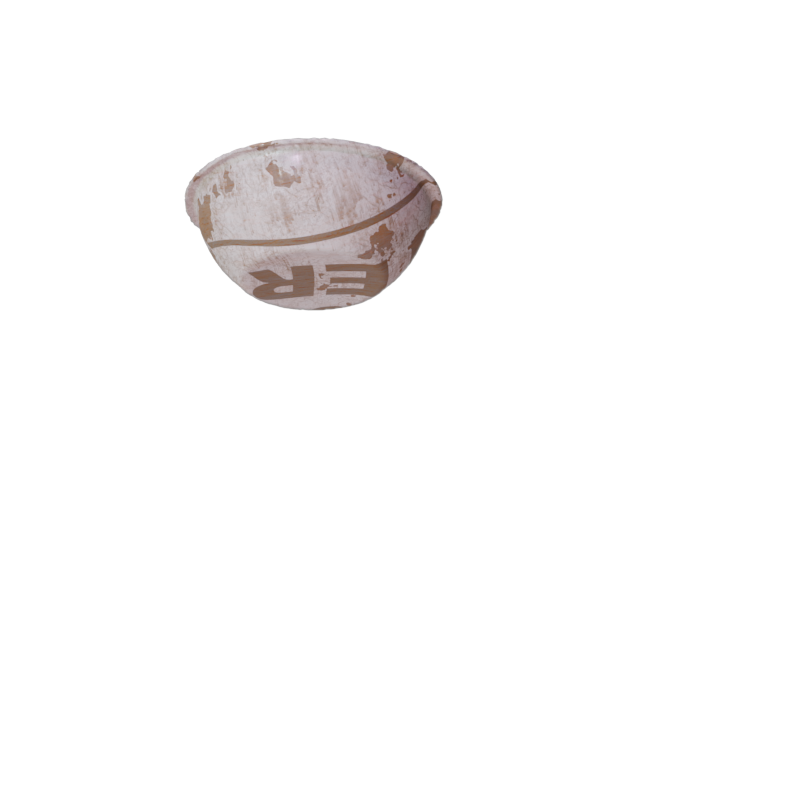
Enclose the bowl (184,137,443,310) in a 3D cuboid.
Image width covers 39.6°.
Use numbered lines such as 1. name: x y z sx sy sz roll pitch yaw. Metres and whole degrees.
1. bowl: -0.054 -0.098 0.685 0.162 0.058 0.154 1 -21 -2
